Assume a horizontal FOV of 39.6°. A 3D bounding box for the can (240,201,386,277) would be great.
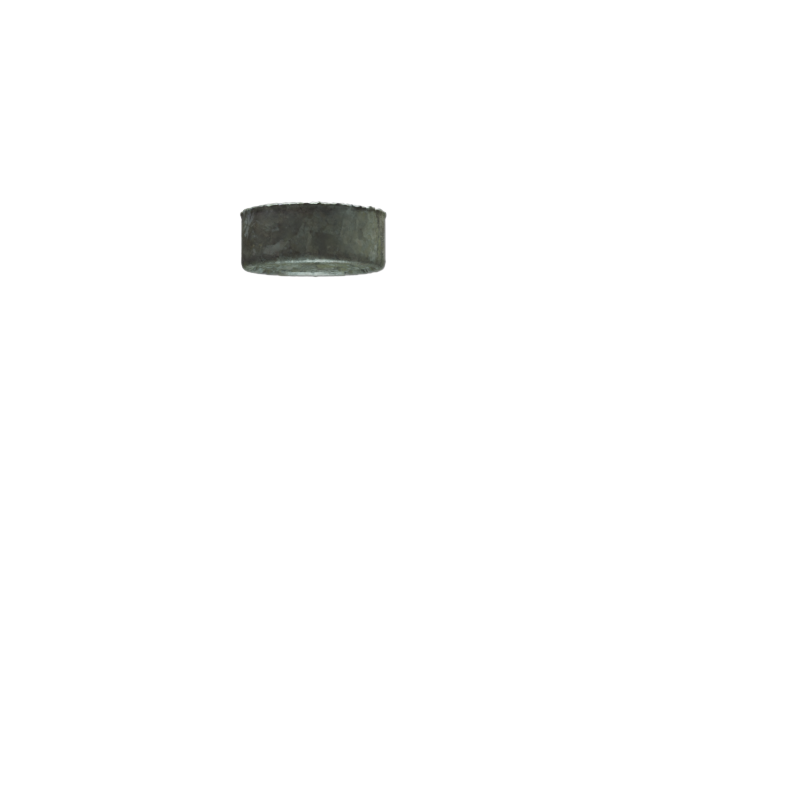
[{"bbox_3d":[-0.051,-0.092,0.646,0.086,0.034,0.085,0,-1,-2],"label":"can"}]
